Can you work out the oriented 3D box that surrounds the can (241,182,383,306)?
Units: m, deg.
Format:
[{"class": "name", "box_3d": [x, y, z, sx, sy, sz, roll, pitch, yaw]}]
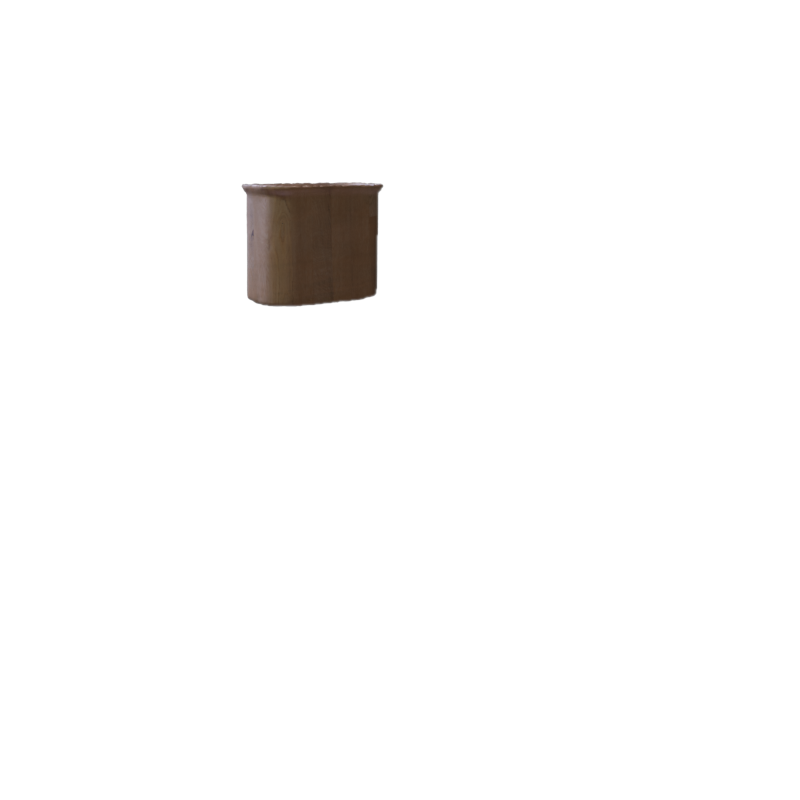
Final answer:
[{"class": "can", "box_3d": [-0.062, -0.114, 0.796, 0.099, 0.083, 0.060, -7, 10, -37]}]
